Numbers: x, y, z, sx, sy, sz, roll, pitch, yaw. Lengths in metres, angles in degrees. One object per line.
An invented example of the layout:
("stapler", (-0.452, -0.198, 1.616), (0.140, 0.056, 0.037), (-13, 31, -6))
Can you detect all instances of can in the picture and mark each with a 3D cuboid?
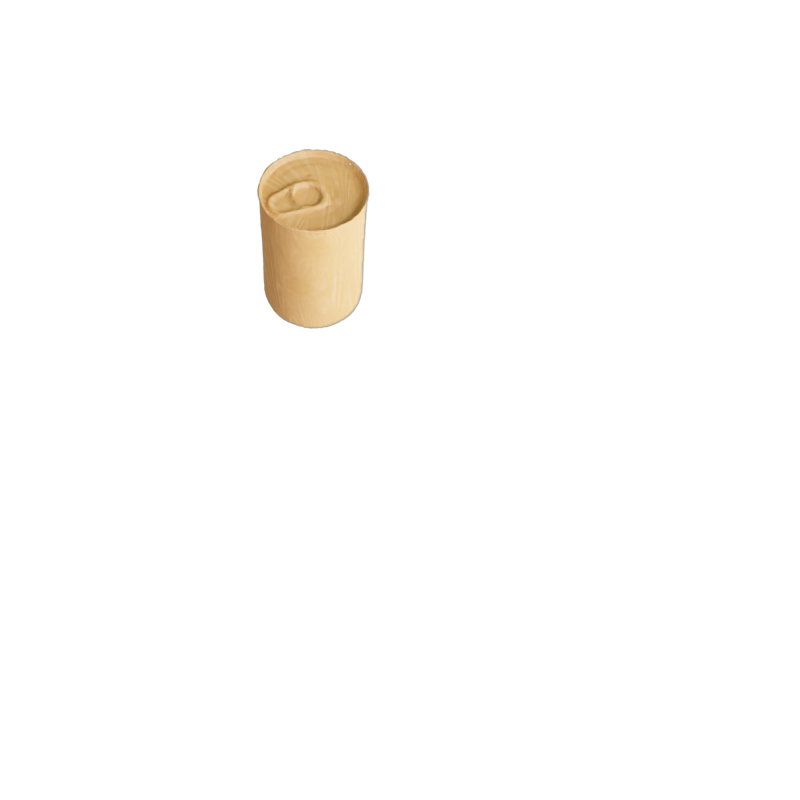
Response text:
("can", (-0.056, -0.101, 0.710), (0.068, 0.073, 0.095), (0, -35, -3))
